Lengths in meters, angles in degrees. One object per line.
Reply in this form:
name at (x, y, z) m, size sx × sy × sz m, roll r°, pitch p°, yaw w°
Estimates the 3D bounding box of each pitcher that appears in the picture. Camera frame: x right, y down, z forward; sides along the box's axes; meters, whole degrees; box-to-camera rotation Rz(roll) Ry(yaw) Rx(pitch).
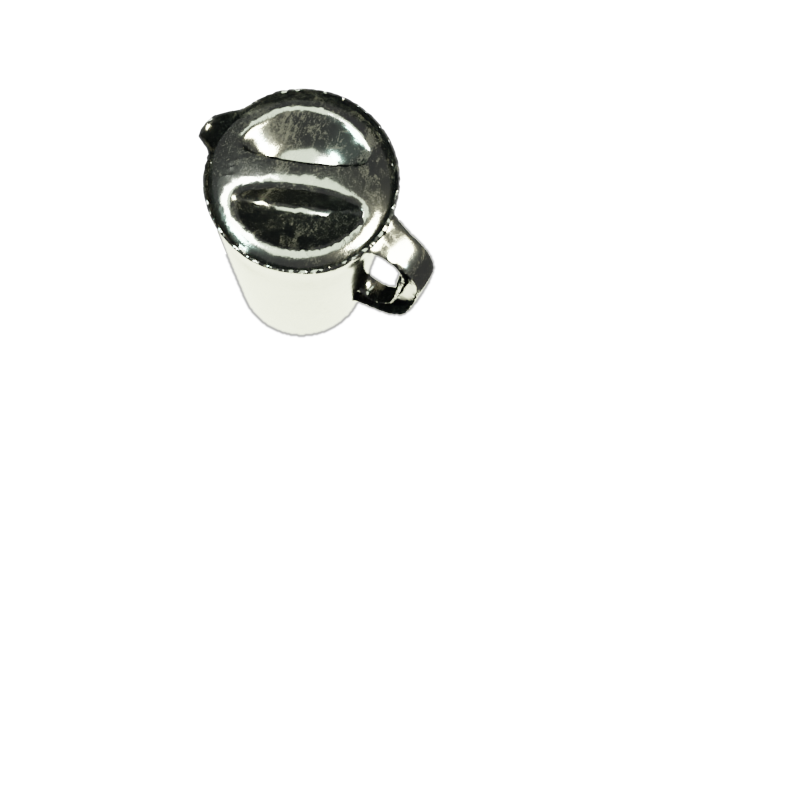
pitcher at (-0.066, -0.121, 0.849) m, size 0.144 × 0.155 × 0.235 m, roll -11°, pitch -12°, yaw -6°
